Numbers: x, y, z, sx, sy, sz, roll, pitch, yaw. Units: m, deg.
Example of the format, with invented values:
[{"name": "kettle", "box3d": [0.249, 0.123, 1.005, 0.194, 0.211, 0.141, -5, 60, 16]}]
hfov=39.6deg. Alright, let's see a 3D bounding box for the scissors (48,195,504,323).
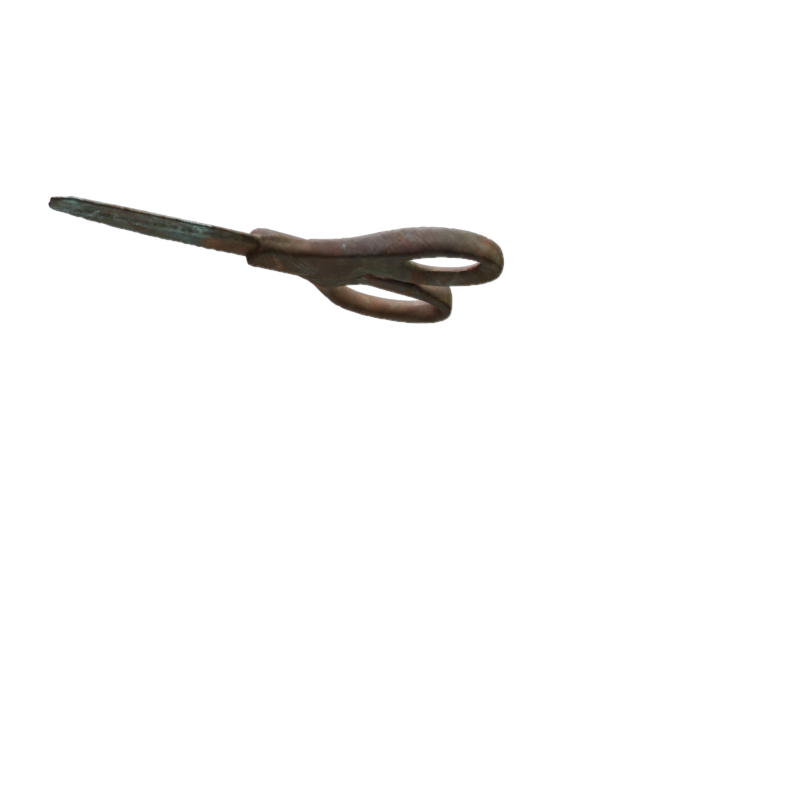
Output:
[{"name": "scissors", "box3d": [-0.037, -0.067, 0.470, 0.097, 0.016, 0.190, -16, -24, 42]}]
